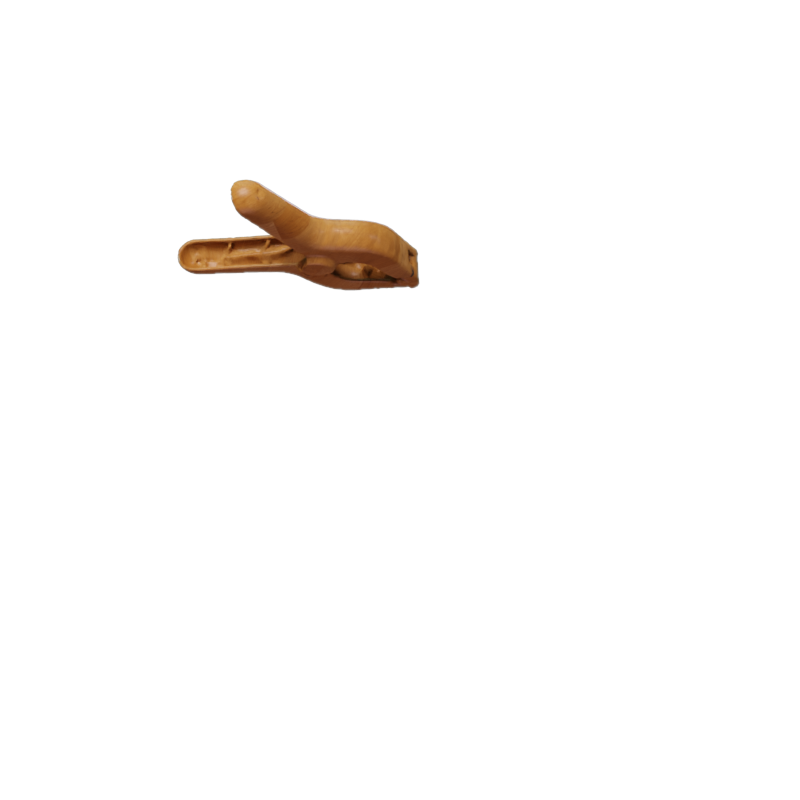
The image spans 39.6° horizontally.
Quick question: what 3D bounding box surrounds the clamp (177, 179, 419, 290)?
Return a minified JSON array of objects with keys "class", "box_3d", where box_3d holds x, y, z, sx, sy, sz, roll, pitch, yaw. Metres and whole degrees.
[{"class":"clamp","box_3d":[-0.060,-0.109,0.764,0.167,0.041,0.119,4,-13,-17]}]
